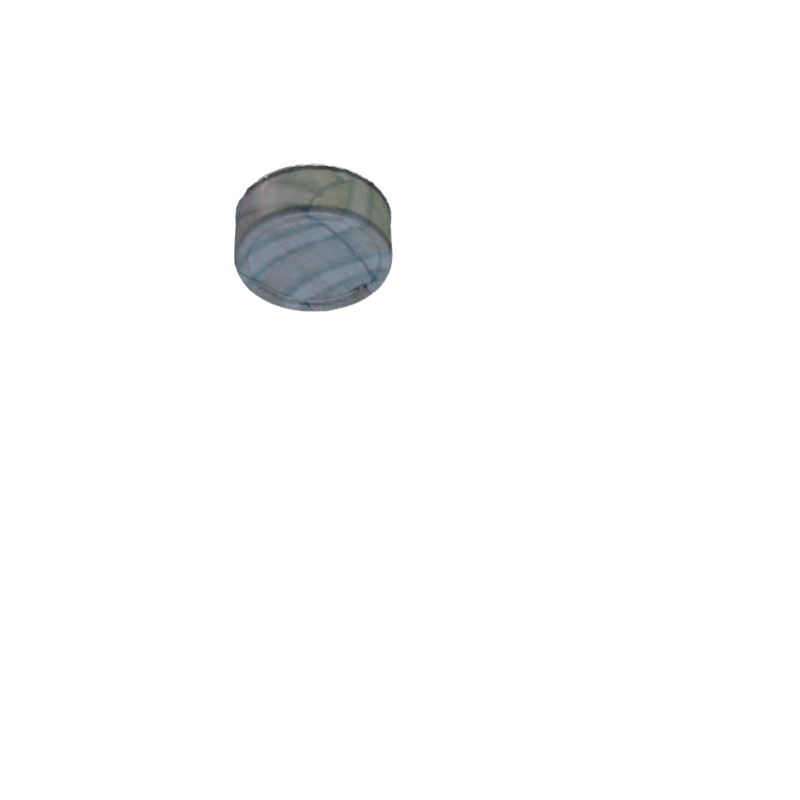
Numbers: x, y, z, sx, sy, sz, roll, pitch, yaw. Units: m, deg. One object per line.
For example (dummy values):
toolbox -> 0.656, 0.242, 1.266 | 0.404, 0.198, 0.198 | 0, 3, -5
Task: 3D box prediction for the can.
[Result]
can -> -0.047, -0.085, 0.597 | 0.086, 0.036, 0.080 | 1, -37, -2
